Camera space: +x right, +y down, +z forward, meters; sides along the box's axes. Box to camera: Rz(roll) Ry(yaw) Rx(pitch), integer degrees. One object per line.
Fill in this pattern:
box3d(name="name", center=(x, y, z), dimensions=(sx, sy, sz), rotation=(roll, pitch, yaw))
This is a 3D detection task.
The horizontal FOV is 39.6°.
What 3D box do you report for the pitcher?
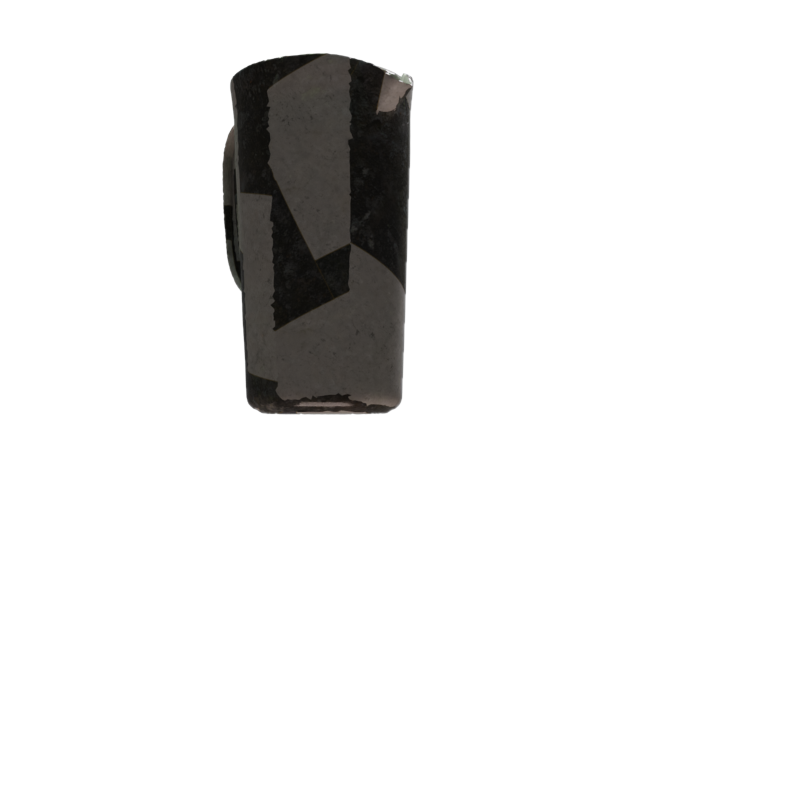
box3d(name="pitcher", center=(-0.062, -0.113, 0.792), dimensions=(0.145, 0.249, 0.146), rotation=(0, -8, -1))
